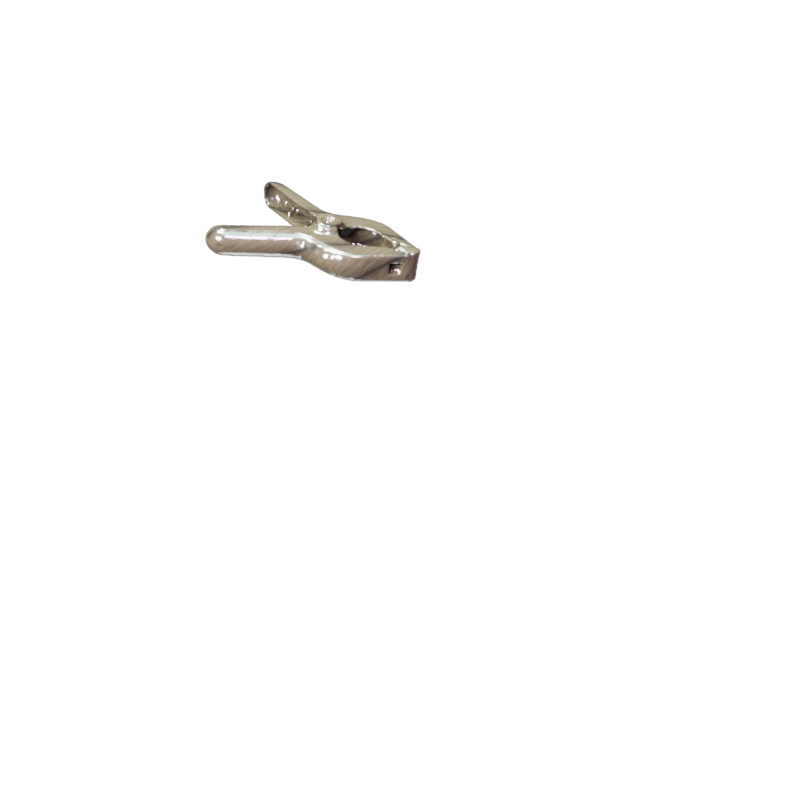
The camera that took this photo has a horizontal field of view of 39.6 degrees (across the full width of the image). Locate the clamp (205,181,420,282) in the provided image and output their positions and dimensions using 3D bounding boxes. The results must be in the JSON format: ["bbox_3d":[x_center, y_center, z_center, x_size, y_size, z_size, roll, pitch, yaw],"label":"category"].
[{"bbox_3d":[-0.072,-0.131,0.916,0.180,0.037,0.122,21,42,25],"label":"clamp"}]
